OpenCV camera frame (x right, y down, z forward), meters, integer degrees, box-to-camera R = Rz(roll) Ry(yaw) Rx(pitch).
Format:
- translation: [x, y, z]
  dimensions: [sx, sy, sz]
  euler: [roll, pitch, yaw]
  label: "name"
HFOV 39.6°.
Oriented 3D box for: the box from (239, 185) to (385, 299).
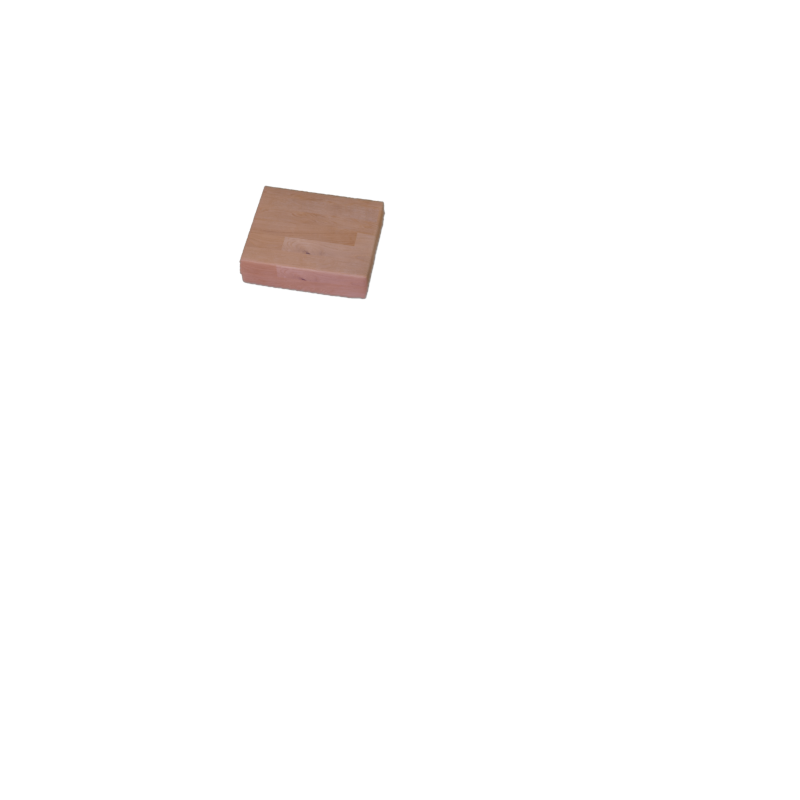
- translation: [-0.076, -0.139, 0.974]
  dimensions: [0.115, 0.095, 0.036]
  euler: [9, -36, 6]
  label: "box"
